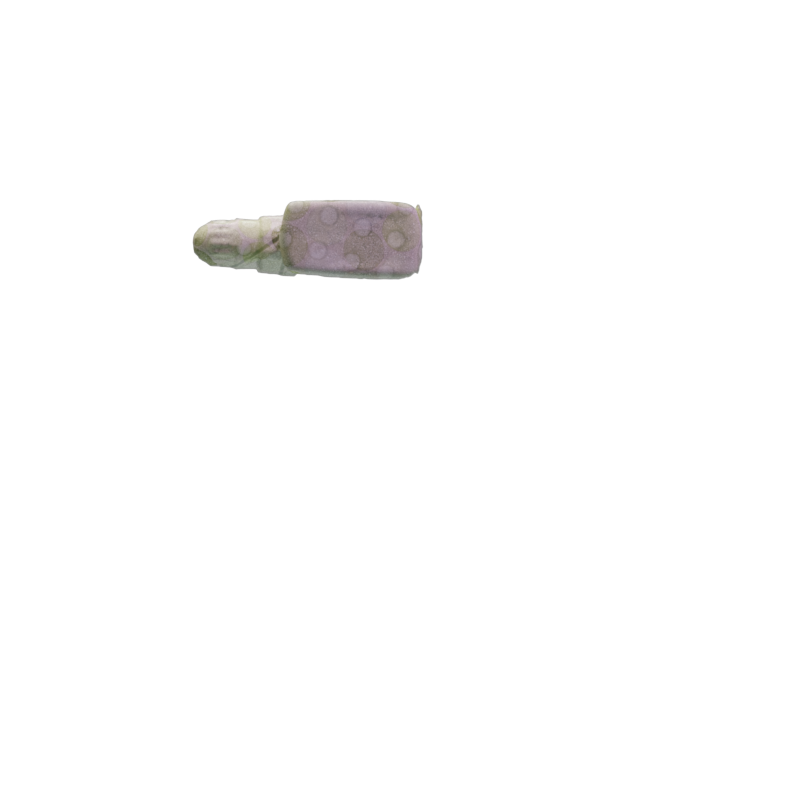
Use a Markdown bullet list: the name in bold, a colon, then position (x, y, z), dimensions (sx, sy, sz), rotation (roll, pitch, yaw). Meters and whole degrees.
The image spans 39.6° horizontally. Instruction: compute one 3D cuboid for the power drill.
- **power drill**: position (-0.069, -0.125, 0.877), dimensions (0.182, 0.057, 0.191), rotation (-1, 7, -11)
